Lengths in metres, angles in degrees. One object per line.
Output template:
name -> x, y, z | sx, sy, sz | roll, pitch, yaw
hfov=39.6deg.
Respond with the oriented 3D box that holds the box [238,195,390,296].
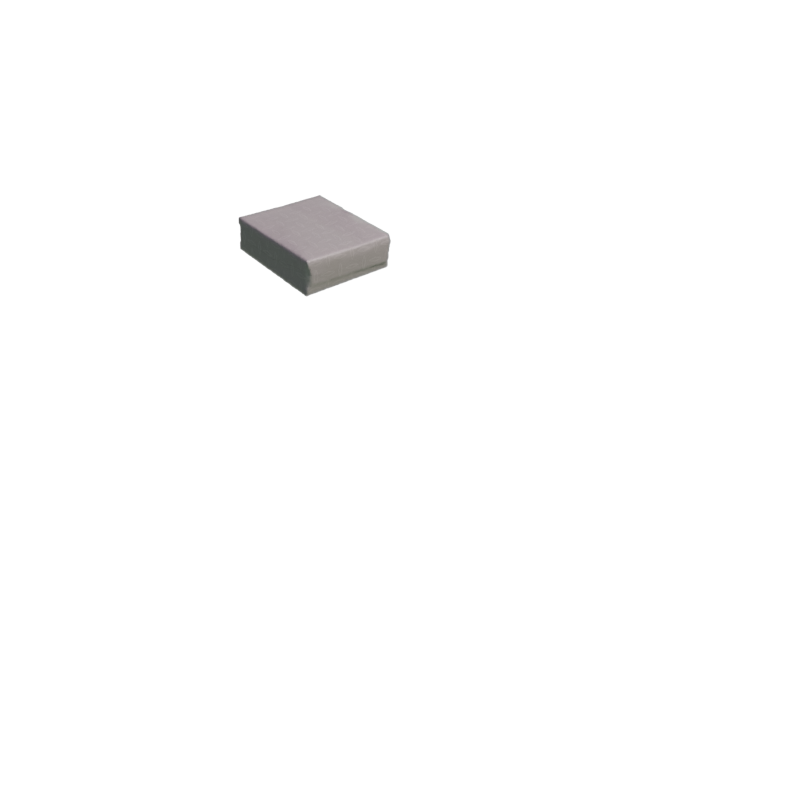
box -> -0.062, -0.114, 0.797 | 0.072, 0.028, 0.096 | -21, 38, -31
